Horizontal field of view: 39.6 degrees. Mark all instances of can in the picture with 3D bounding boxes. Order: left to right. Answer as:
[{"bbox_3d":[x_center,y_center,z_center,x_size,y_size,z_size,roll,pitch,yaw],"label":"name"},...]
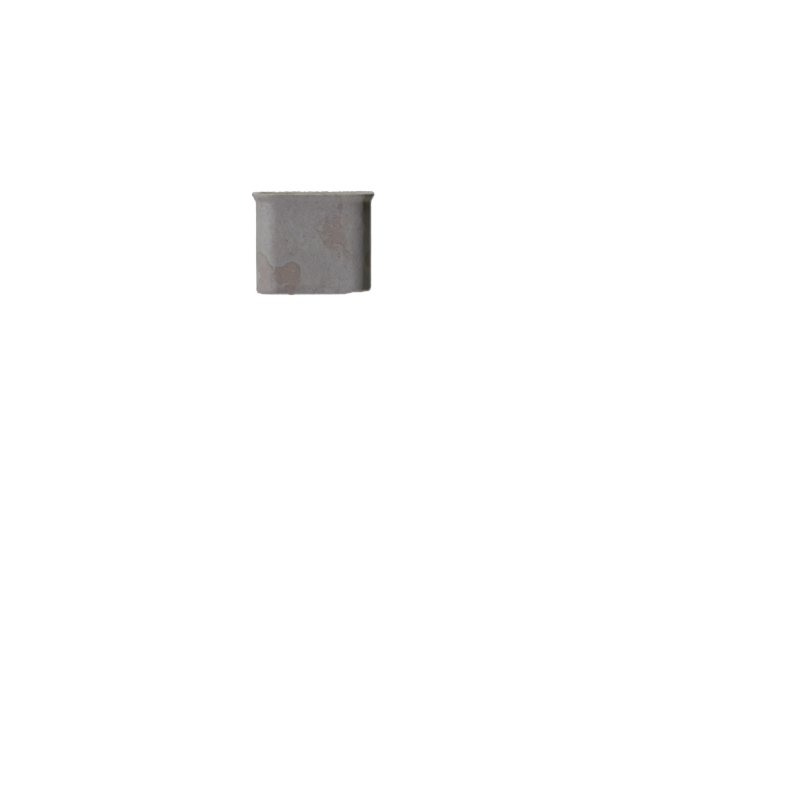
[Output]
[{"bbox_3d":[-0.073,-0.133,0.930,0.102,0.083,0.059,0,7,-2],"label":"can"}]
